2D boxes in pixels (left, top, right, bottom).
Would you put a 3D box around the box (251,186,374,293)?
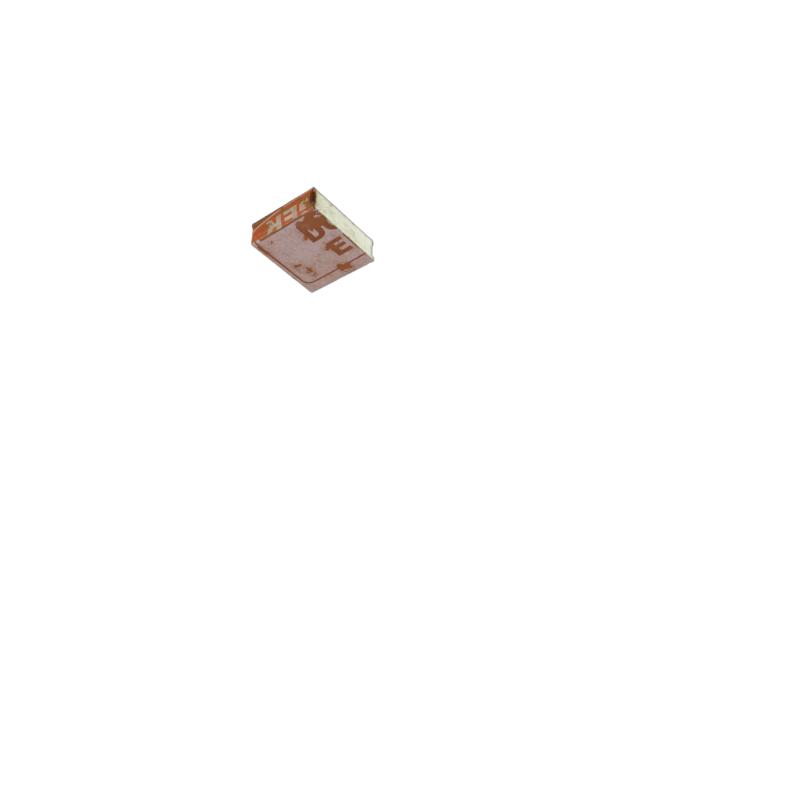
[{"bbox_3d":[-0.078,-0.141,0.992,0.073,0.032,0.083,-27,-46,28],"label":"box"}]
